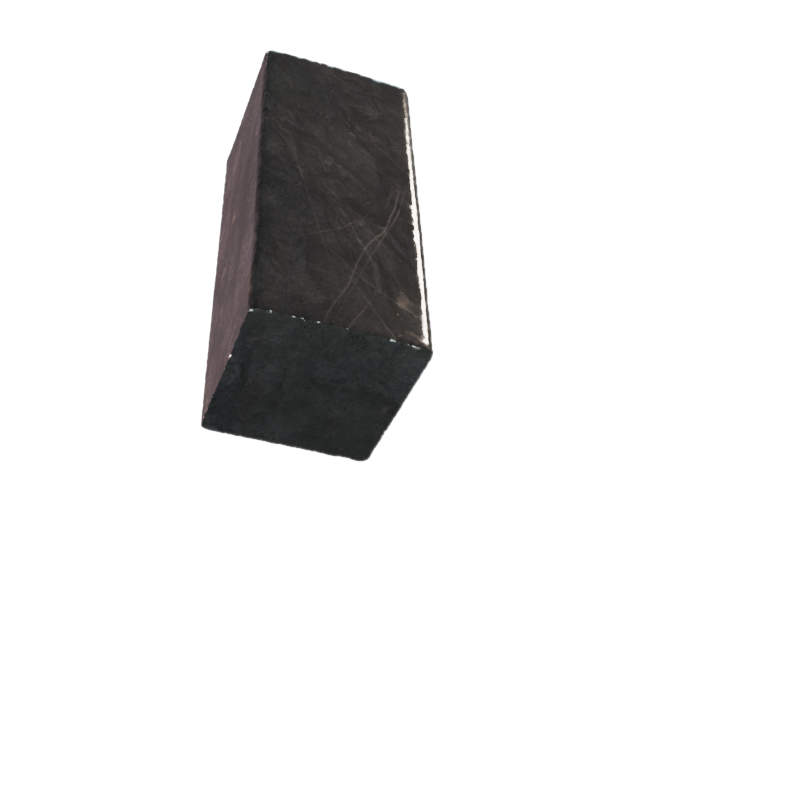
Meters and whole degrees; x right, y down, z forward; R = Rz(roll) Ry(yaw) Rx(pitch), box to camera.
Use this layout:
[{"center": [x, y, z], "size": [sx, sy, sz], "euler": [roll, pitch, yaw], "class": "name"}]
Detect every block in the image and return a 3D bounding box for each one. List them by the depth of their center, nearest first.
[{"center": [-0.046, -0.085, 0.594], "size": [0.088, 0.221, 0.087], "euler": [13, -46, -17], "class": "block"}]
